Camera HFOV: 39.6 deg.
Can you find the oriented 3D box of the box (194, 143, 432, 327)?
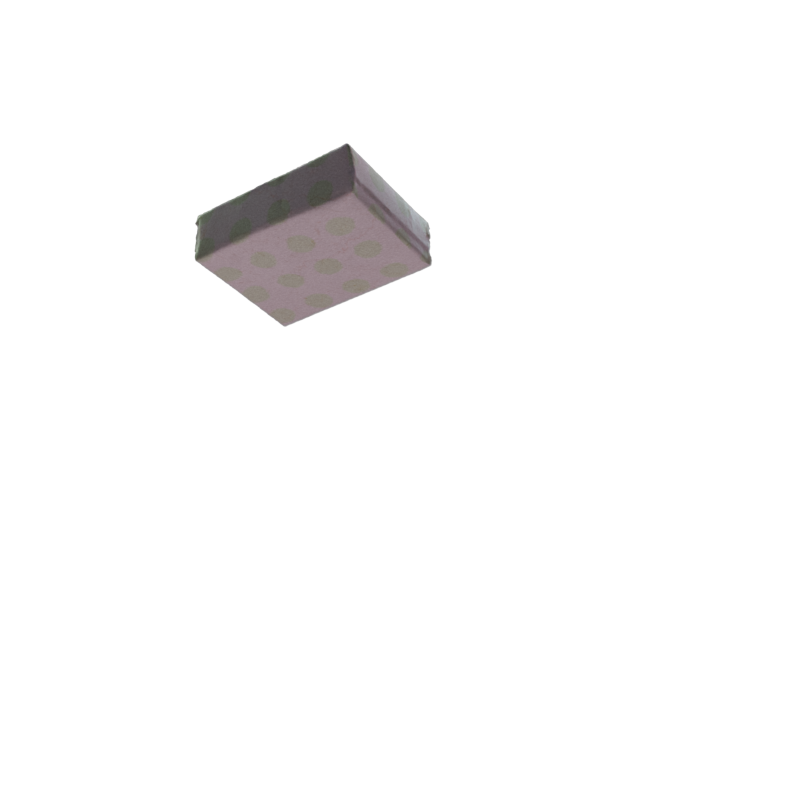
[{"bbox_3d":[-0.052,-0.094,0.658,0.114,0.041,0.083,-18,-35,28],"label":"box"}]
